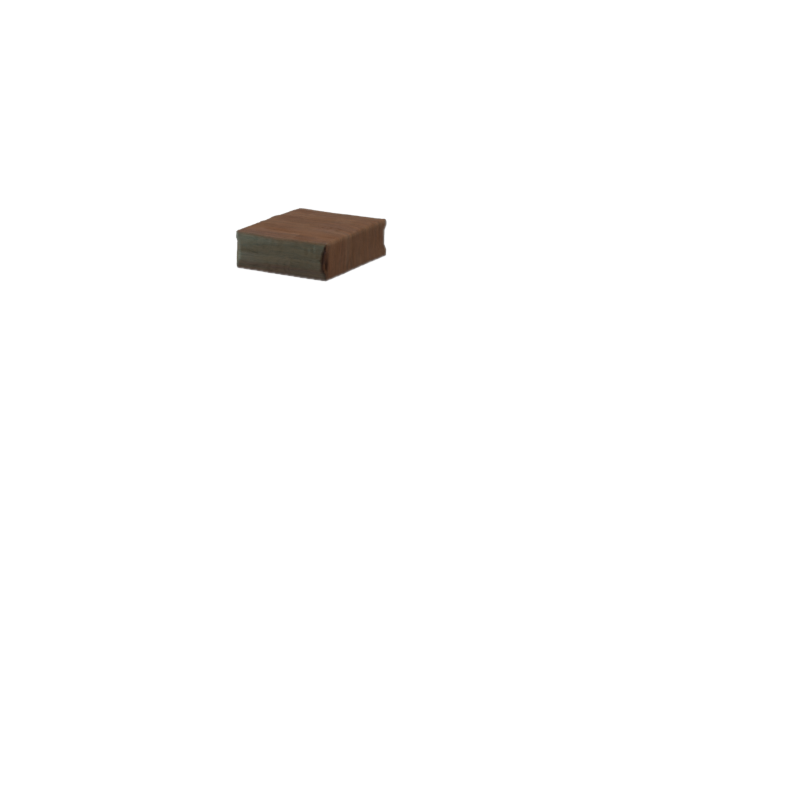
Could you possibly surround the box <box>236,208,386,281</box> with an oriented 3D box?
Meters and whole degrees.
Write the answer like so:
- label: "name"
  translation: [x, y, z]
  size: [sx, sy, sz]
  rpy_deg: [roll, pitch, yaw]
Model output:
- label: "box"
  translation: [-0.061, -0.111, 0.778]
  size: [0.076, 0.029, 0.089]
  rpy_deg: [11, 24, 27]
